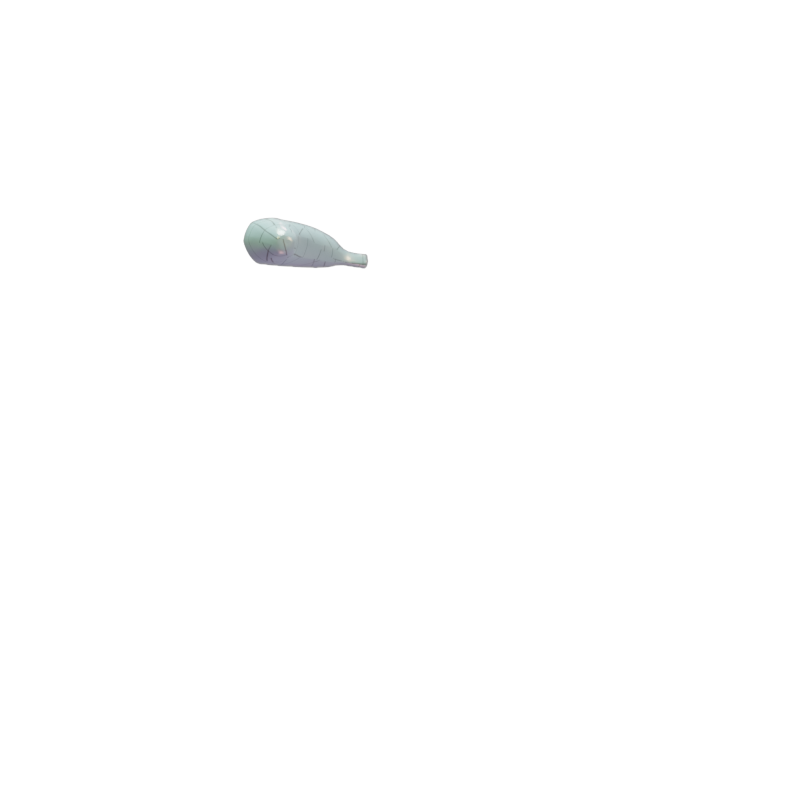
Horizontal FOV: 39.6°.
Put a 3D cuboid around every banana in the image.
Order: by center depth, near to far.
[{"bbox_3d":[-0.084,-0.123,0.865,0.071,0.037,0.194,1,5,16],"label":"banana"}]
